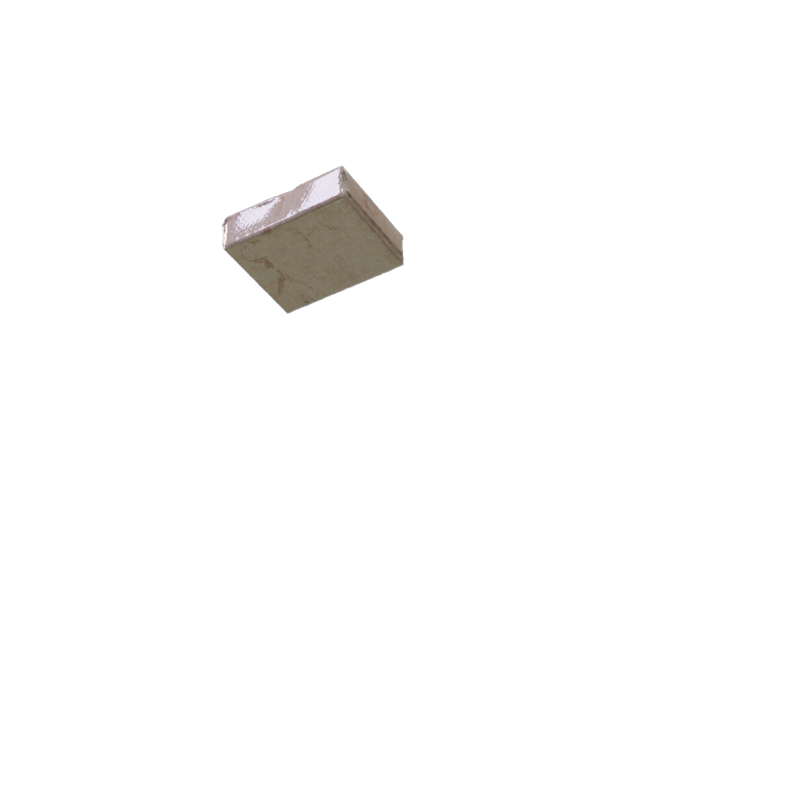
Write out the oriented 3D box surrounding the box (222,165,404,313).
[{"bbox_3d":[-0.054,-0.097,0.682,0.090,0.032,0.068,-20,-42,24],"label":"box"}]
